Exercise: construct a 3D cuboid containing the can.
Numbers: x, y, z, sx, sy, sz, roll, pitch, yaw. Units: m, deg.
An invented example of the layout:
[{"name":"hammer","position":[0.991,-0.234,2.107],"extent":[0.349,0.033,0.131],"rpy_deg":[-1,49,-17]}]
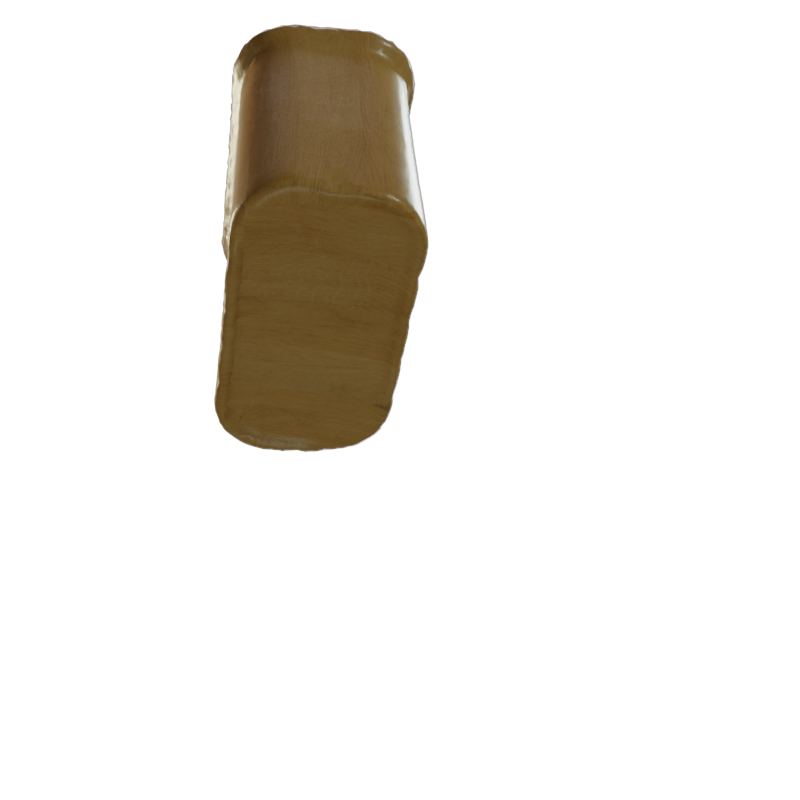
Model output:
[{"name":"can","position":[-0.026,-0.048,0.334],"extent":[0.057,0.096,0.090],"rpy_deg":[5,41,-7]}]
